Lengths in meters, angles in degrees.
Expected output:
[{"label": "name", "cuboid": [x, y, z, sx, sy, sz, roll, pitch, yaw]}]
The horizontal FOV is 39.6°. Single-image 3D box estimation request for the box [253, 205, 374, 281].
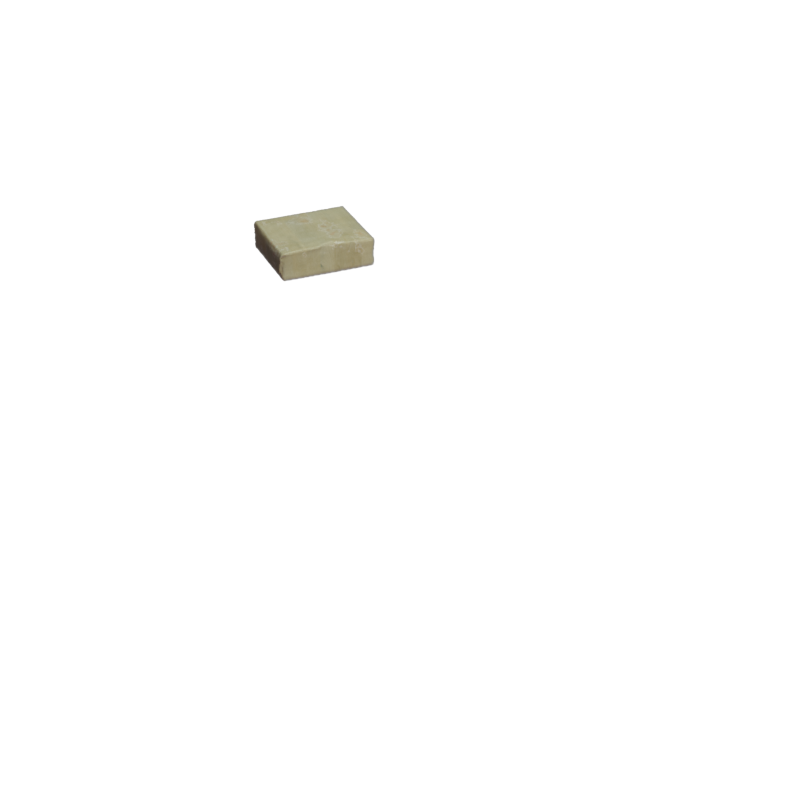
[{"label": "box", "cuboid": [-0.077, -0.141, 0.985, 0.088, 0.028, 0.079, -12, 34, -19]}]
